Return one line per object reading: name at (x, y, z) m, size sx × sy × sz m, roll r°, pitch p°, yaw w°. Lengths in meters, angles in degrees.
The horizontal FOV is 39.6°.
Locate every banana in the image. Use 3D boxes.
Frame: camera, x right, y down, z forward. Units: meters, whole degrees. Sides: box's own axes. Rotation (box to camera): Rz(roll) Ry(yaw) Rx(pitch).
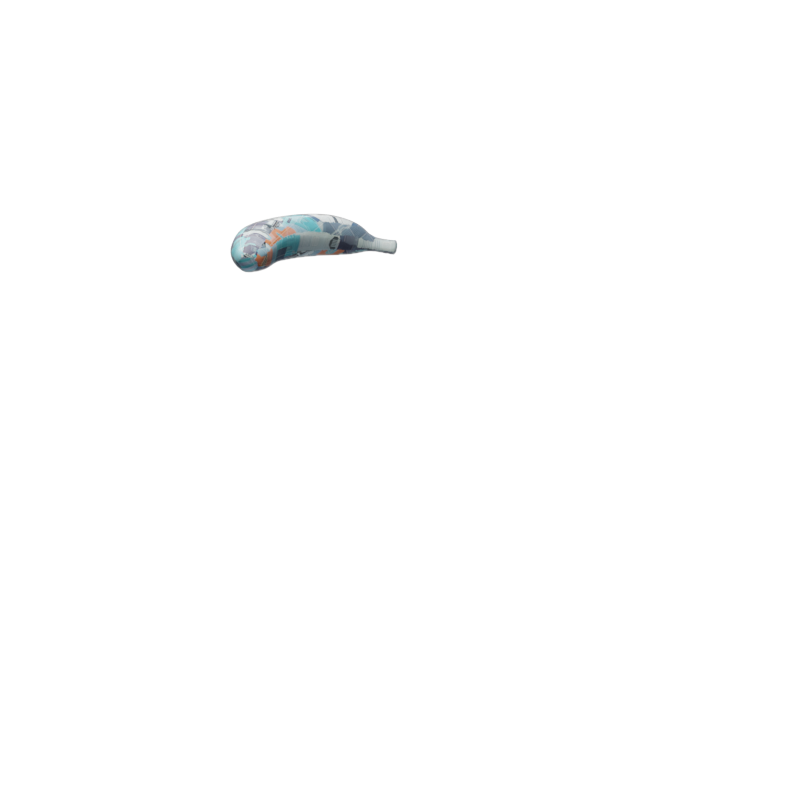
banana at (-0.082, -0.128, 0.888) m, size 0.073 × 0.036 × 0.194 m, roll 8°, pitch 16°, yaw 33°
